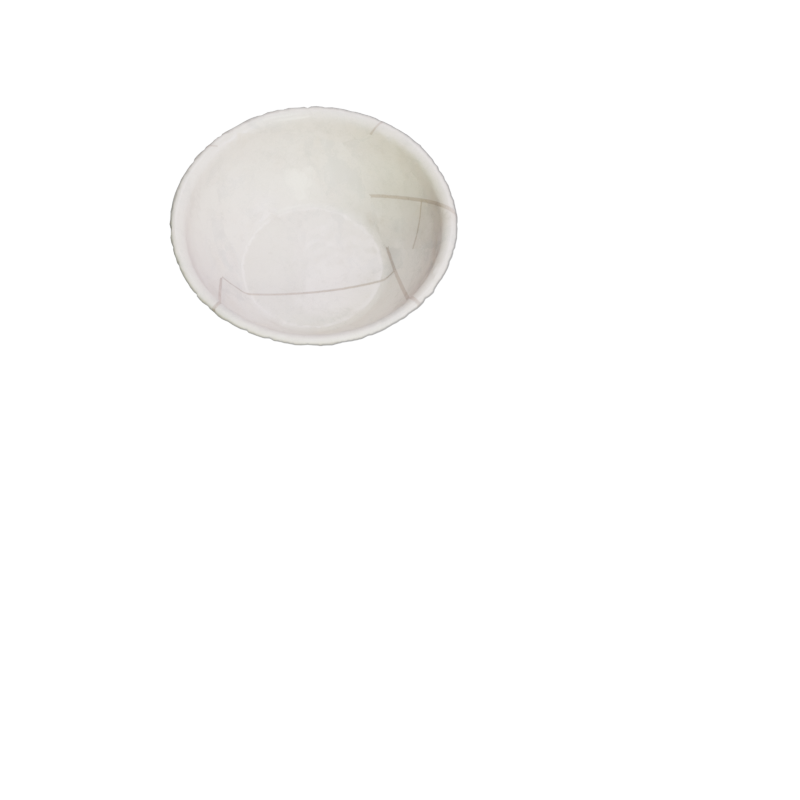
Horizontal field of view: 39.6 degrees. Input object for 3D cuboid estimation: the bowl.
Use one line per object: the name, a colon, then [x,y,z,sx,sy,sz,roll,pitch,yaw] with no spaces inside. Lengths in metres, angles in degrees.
bowl: [-0.050,-0.092,0.644,0.162,0.173,0.052,-1,-30,-1]
